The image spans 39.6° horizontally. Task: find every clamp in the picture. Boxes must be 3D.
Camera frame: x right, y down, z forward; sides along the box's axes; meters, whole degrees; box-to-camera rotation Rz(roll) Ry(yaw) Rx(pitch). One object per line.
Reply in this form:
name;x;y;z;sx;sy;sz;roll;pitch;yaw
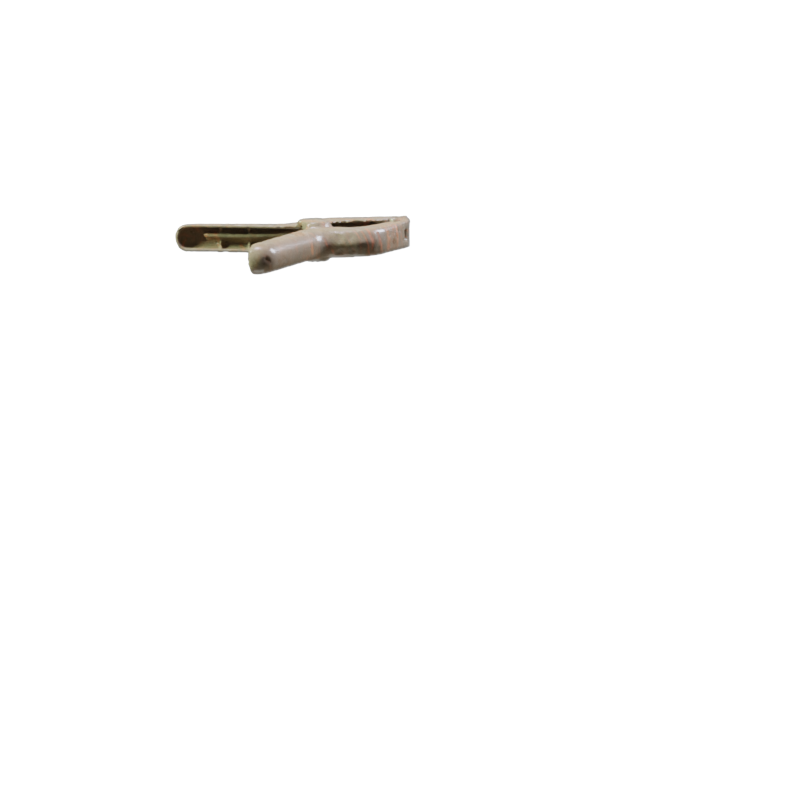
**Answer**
clamp;-0.077;-0.140;0.979;0.205;0.035;0.173;-7;18;-23
